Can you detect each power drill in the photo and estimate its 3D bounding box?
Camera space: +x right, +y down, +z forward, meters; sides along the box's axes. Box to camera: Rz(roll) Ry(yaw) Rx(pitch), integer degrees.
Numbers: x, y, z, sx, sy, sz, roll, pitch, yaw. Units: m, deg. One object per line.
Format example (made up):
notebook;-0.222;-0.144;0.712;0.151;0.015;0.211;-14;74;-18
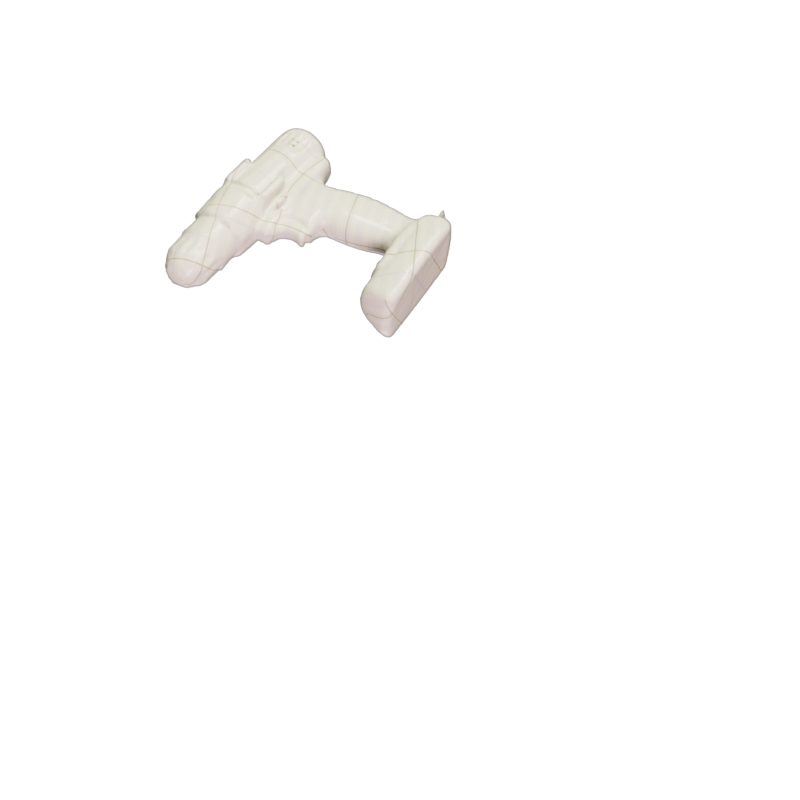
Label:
power drill;-0.069;-0.126;0.882;0.196;0.189;0.054;28;-31;18
